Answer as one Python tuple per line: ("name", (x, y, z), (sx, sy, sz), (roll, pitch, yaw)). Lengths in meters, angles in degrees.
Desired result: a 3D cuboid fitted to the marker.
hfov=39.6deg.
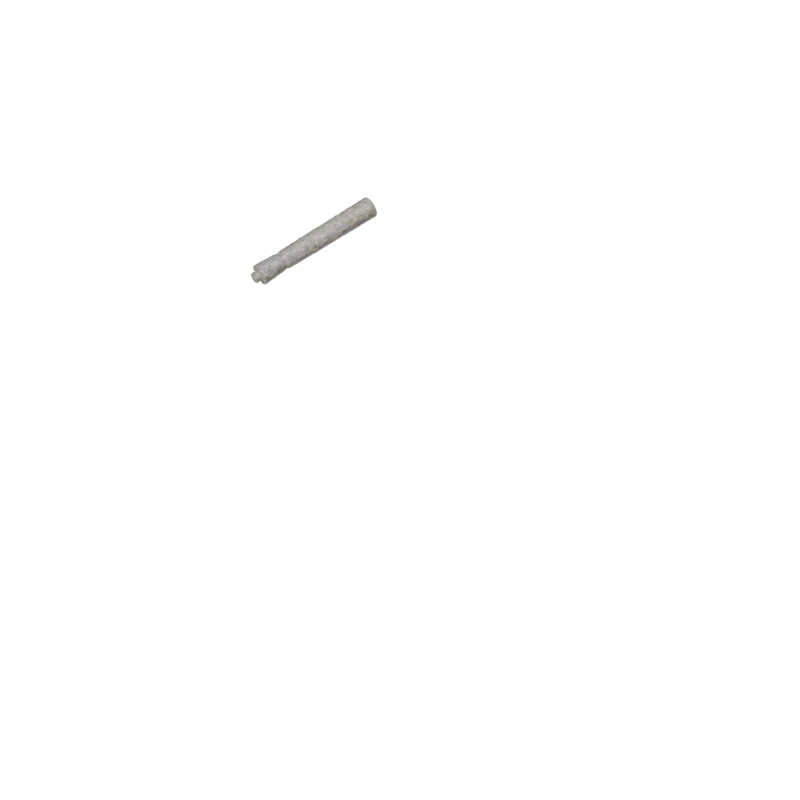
("marker", (-0.073, -0.132, 0.927), (0.121, 0.019, 0.020), (-34, 16, -18))
